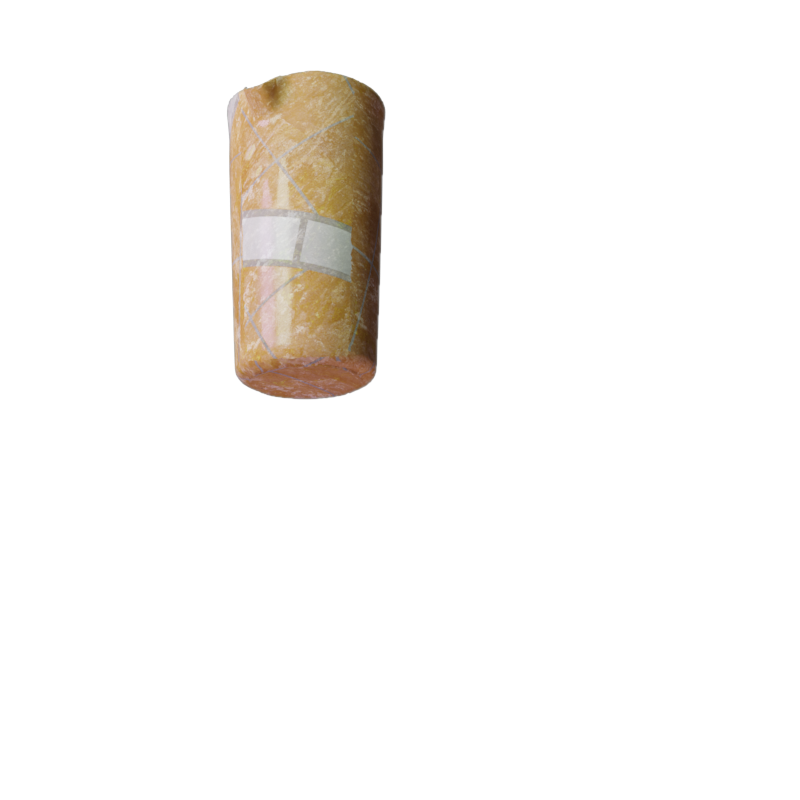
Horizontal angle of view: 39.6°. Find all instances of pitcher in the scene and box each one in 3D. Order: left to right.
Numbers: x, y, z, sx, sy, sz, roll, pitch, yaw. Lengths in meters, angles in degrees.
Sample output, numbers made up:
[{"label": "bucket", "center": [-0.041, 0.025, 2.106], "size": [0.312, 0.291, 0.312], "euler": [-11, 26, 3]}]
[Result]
[{"label": "pitcher", "center": [-0.070, -0.128, 0.894], "size": [0.145, 0.256, 0.141], "euler": [6, -22, -18]}]
